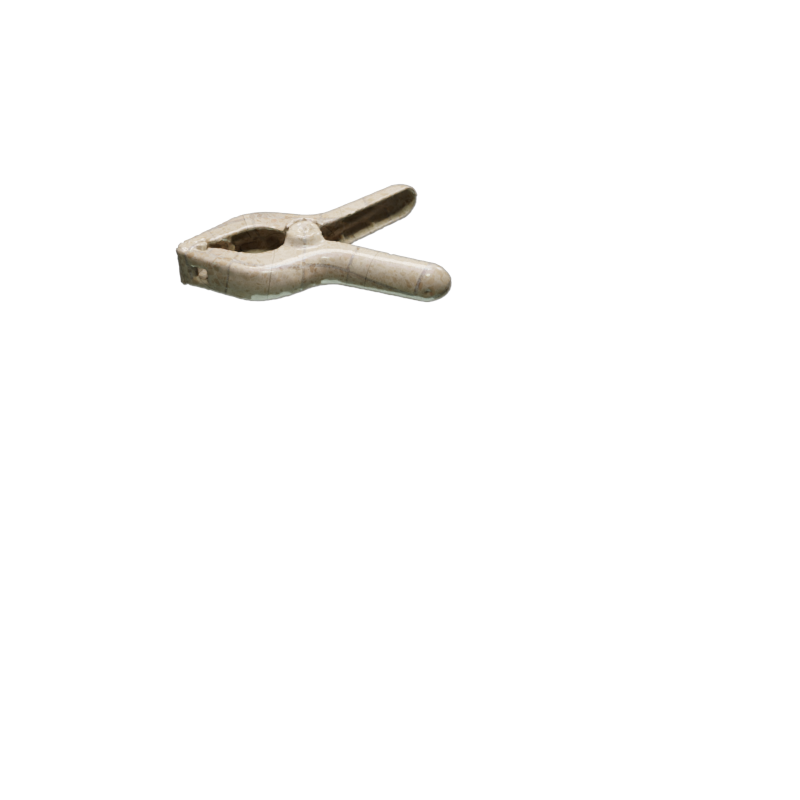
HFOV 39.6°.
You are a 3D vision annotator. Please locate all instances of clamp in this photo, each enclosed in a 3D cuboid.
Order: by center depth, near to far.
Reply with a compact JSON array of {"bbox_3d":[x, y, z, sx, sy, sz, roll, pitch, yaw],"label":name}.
[{"bbox_3d":[-0.056,-0.103,0.721,0.172,0.037,0.127,0,32,0],"label":"clamp"}]
